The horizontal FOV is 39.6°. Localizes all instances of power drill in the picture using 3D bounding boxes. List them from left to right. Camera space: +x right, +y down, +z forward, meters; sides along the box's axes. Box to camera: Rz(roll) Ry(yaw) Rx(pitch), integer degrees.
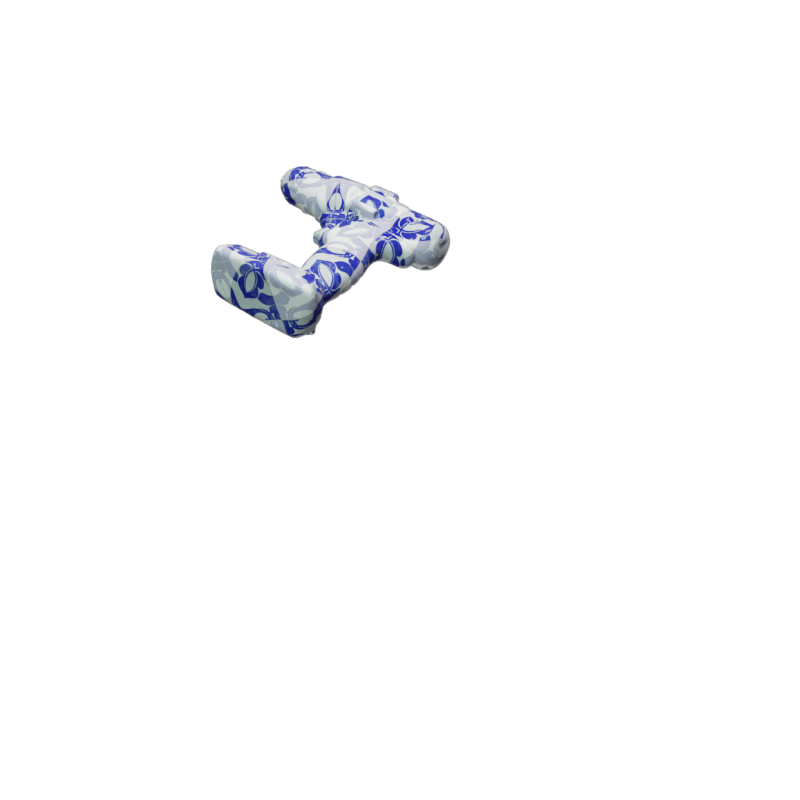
[{"bbox_3d":[-0.077,-0.140,0.978,0.195,0.054,0.189,26,45,29],"label":"power drill"}]
